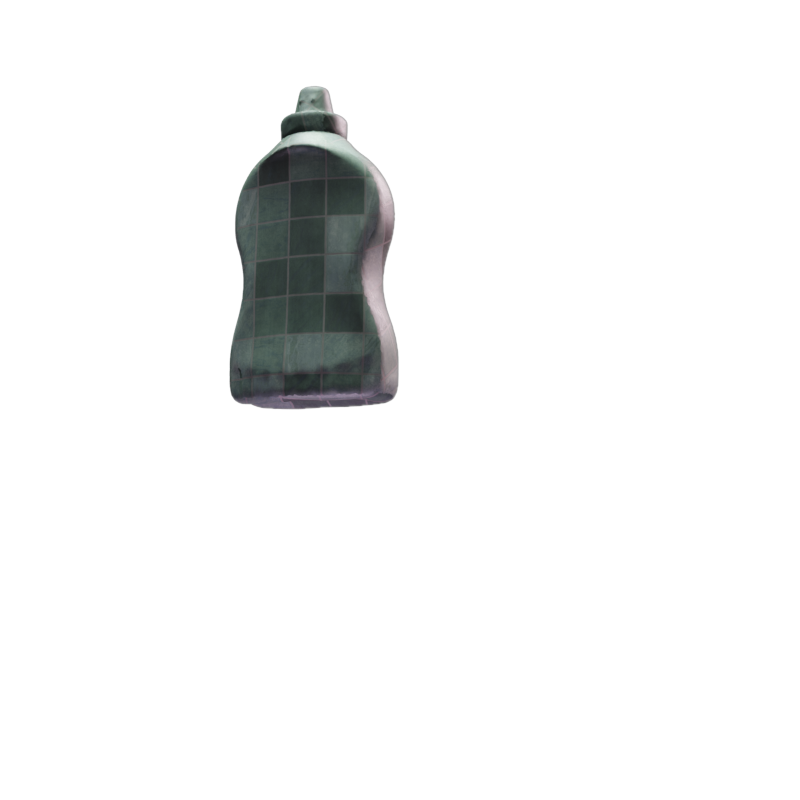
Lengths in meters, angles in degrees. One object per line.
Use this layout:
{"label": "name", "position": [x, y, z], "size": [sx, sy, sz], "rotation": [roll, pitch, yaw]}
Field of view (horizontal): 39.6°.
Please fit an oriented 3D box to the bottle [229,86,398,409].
{"label": "bottle", "position": [-0.051, -0.093, 0.655], "size": [0.098, 0.198, 0.055], "rotation": [-6, -14, 23]}
